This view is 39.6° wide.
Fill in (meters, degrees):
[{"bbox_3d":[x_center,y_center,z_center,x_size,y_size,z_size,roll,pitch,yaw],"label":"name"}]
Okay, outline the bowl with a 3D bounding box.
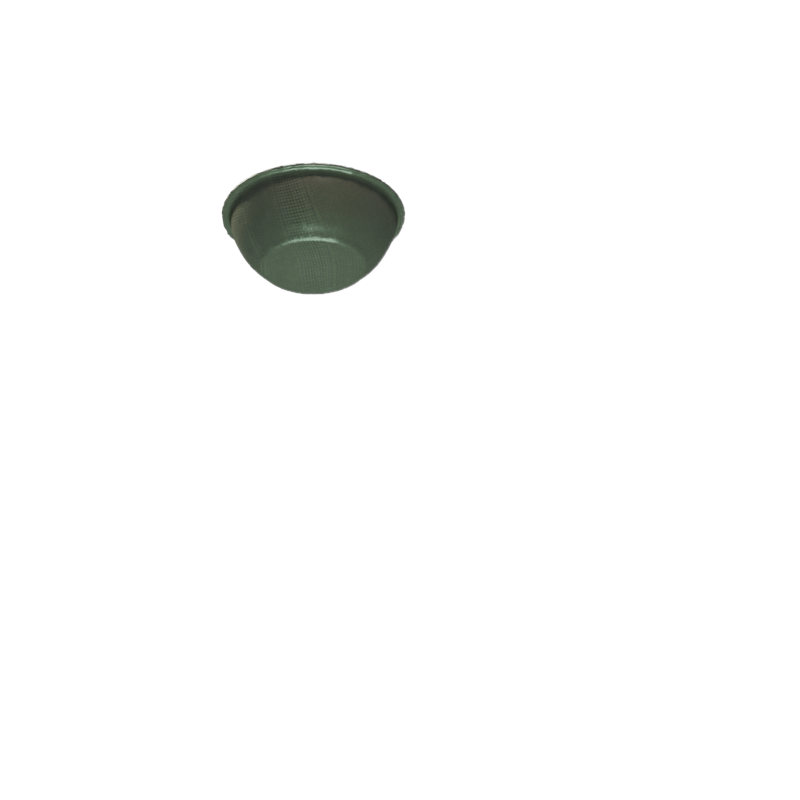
[{"bbox_3d":[-0.075,-0.138,0.963,0.162,0.059,0.152,1,-28,-2],"label":"bowl"}]
